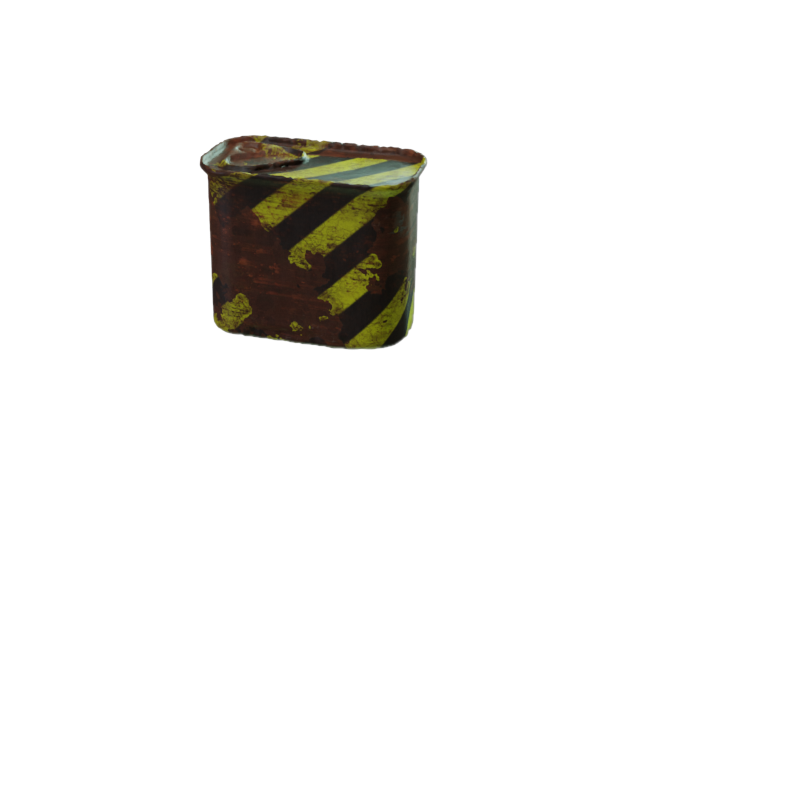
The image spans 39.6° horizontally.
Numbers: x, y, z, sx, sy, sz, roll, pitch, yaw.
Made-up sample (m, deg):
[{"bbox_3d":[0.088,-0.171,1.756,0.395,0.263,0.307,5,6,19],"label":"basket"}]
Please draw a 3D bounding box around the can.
[{"bbox_3d":[-0.041,-0.075,0.524,0.104,0.079,0.059,8,27,14],"label":"can"}]
